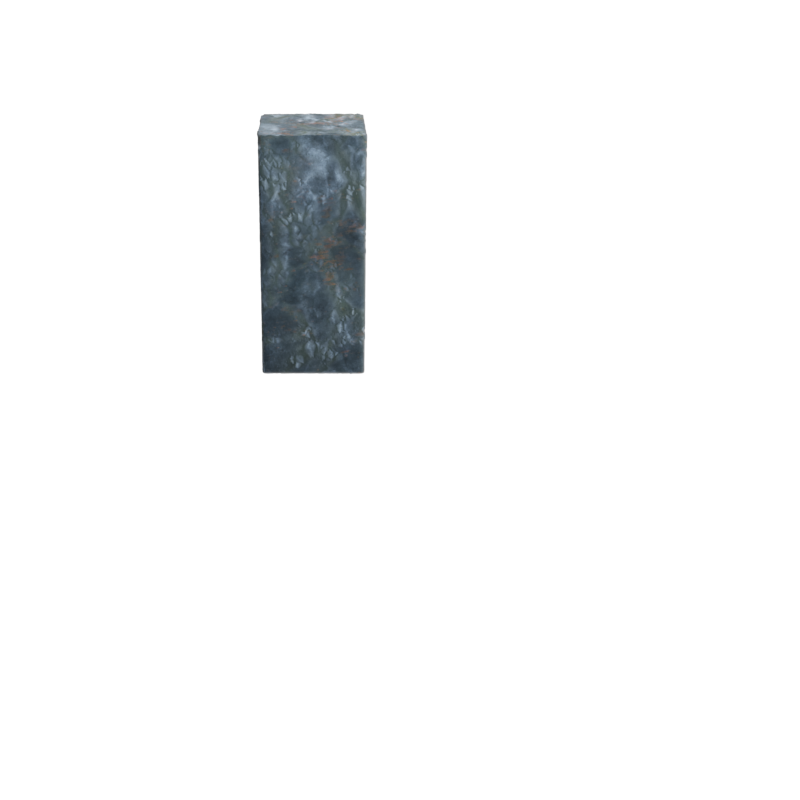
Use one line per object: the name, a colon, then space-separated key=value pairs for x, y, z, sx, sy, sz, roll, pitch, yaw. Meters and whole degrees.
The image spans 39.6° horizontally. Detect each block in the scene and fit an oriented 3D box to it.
block: x=-0.075 y=-0.136 z=0.949 sx=0.090 sy=0.197 sz=0.095 roll=0 pitch=20 yaw=-3
